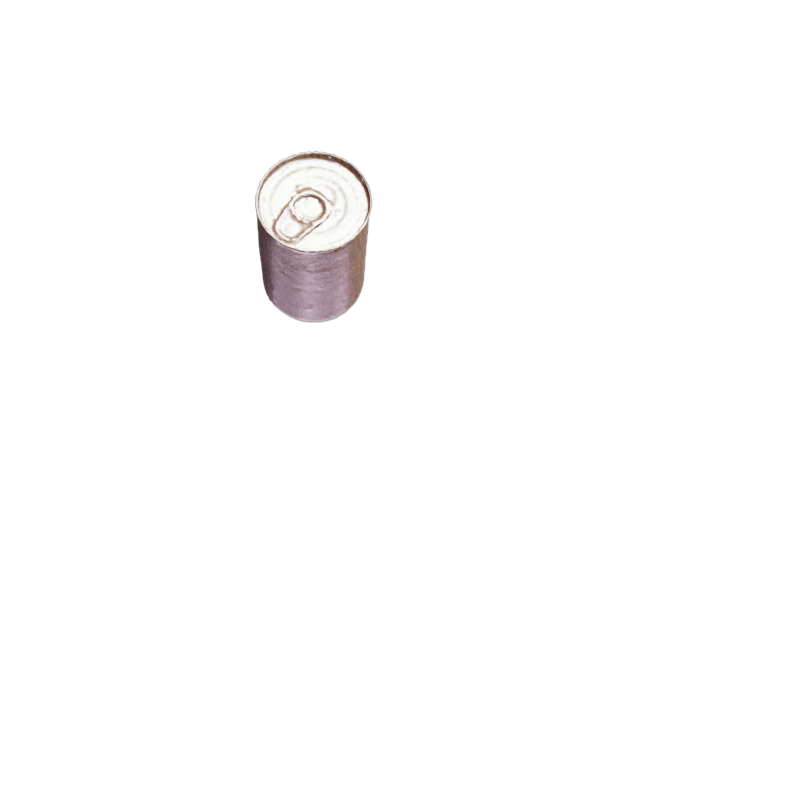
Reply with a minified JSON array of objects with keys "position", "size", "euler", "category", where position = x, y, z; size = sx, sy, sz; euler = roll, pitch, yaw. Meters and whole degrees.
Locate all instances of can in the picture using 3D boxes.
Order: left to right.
[{"position":[-0.054,-0.098,0.686],"size":[0.068,0.072,0.097],"euler":[0,-24,-3],"category":"can"}]
